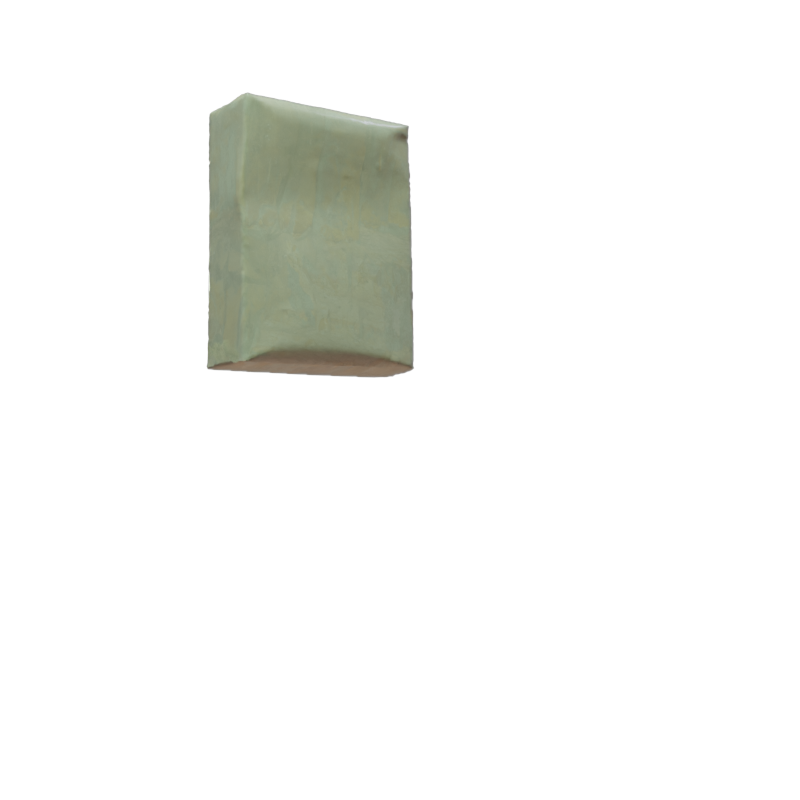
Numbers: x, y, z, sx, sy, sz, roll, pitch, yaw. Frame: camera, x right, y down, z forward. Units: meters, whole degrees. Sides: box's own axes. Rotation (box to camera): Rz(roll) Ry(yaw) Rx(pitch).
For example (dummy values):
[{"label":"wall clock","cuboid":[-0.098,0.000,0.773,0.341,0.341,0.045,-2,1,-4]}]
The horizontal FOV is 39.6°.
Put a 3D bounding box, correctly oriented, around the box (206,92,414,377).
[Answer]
[{"label":"box","cuboid":[-0.071,-0.129,0.905,0.157,0.220,0.073,5,-12,-33]}]
